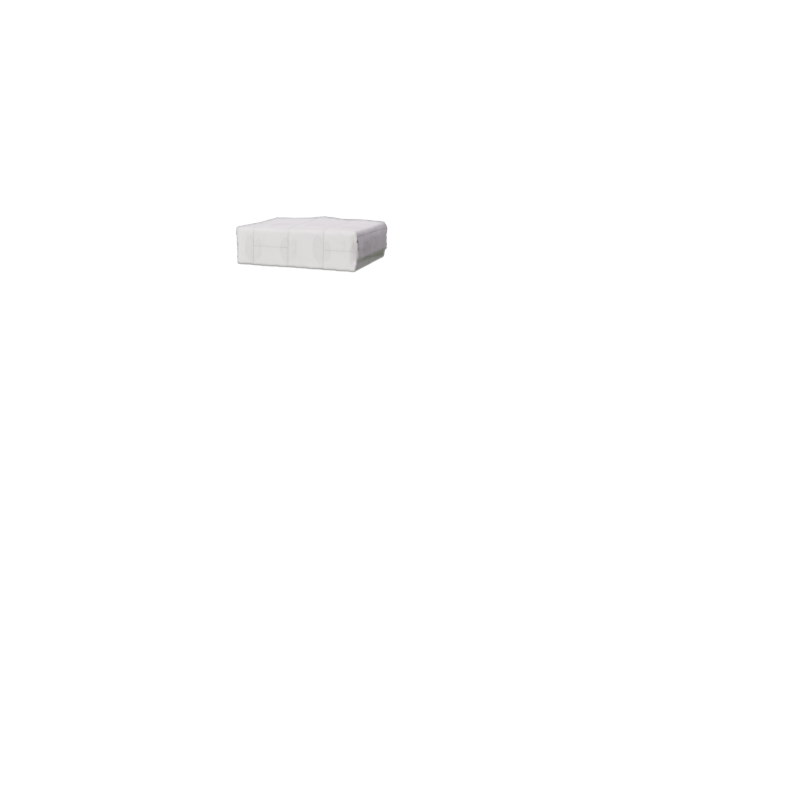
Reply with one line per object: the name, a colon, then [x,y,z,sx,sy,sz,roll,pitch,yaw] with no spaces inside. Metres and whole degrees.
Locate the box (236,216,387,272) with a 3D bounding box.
box: [-0.061,-0.112,0.786,0.092,0.029,0.073,5,14,18]
